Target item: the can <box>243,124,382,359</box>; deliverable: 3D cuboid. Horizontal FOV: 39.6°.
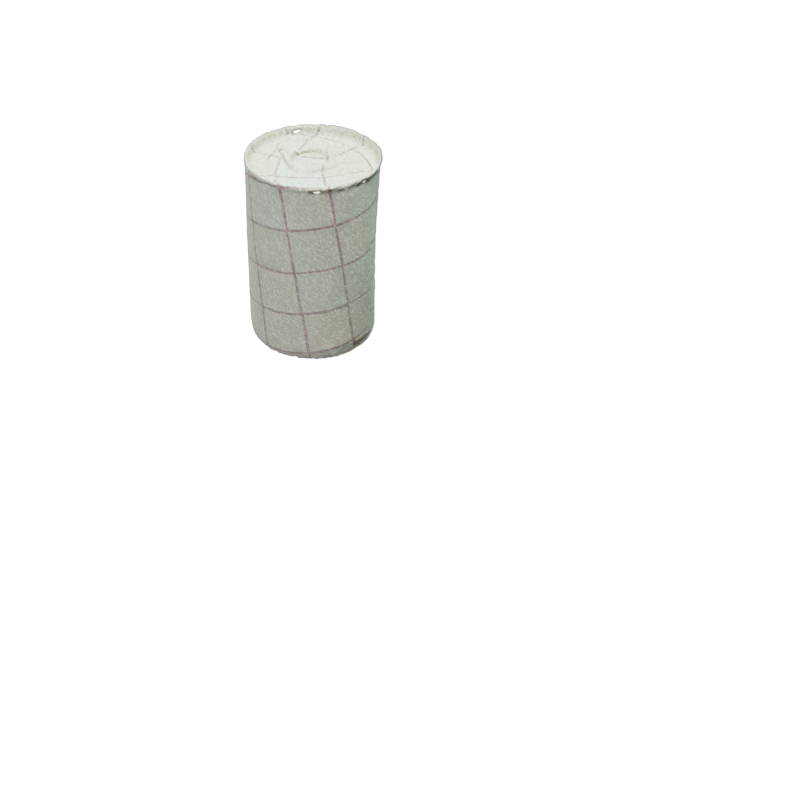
[{"bbox_3d":[-0.044,-0.081,0.568,0.068,0.096,0.073,0,36,-3],"label":"can"}]
